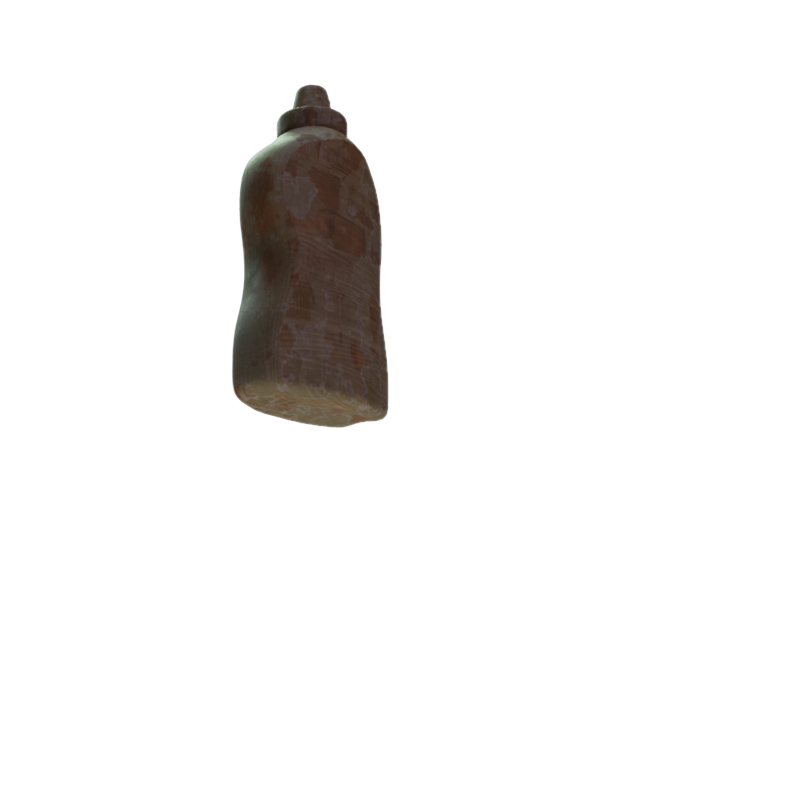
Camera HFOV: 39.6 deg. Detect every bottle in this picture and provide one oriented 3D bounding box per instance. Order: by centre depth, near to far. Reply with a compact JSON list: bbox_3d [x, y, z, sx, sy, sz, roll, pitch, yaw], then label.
[{"bbox_3d":[-0.048,-0.087,0.613,0.059,0.201,0.090,-18,-26,37],"label":"bottle"}]
